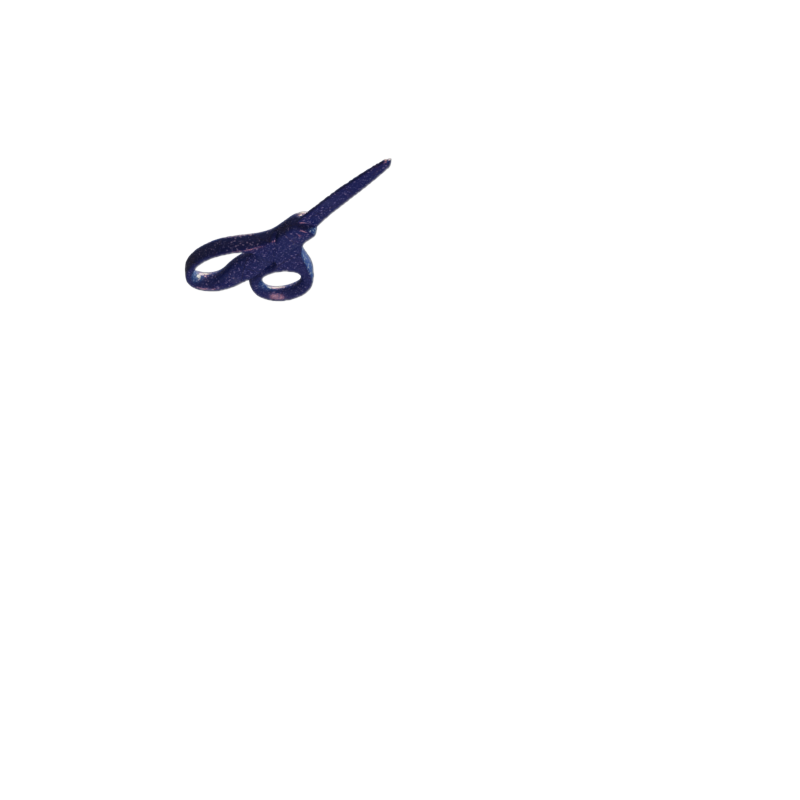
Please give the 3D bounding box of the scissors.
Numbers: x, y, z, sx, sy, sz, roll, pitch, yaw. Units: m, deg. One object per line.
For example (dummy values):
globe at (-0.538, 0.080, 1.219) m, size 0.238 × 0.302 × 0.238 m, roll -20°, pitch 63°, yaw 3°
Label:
scissors at (-0.056, -0.103, 0.719) m, size 0.204 × 0.017 × 0.090 m, roll -16°, pitch -26°, yaw 37°
